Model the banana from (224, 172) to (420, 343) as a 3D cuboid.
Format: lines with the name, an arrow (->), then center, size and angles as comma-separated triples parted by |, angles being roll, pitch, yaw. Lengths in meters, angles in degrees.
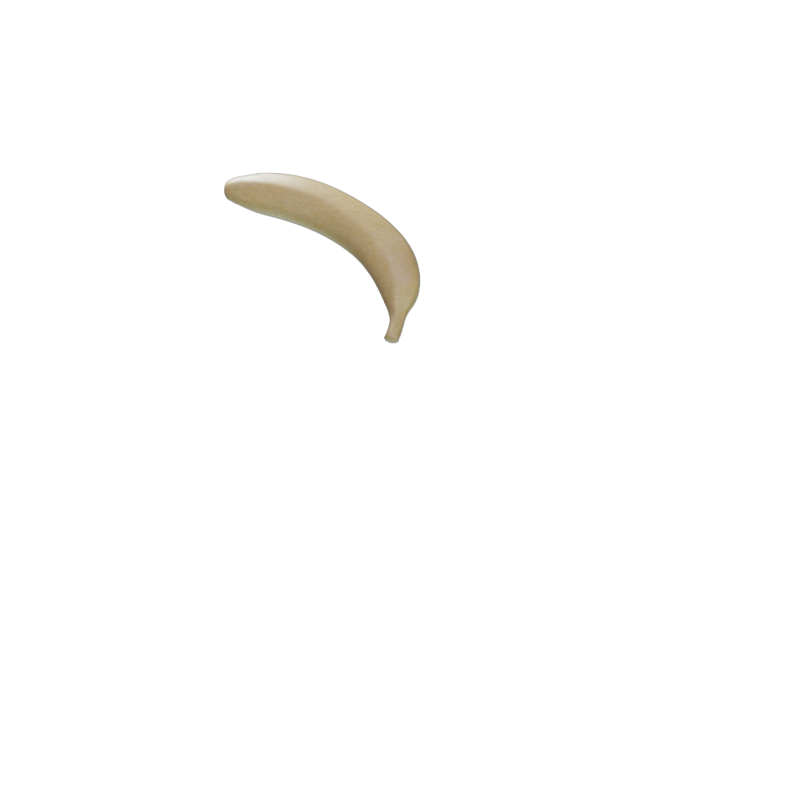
banana -> -0.049, -0.127, 0.840 | 0.070, 0.034, 0.211 | -34, 59, -25
